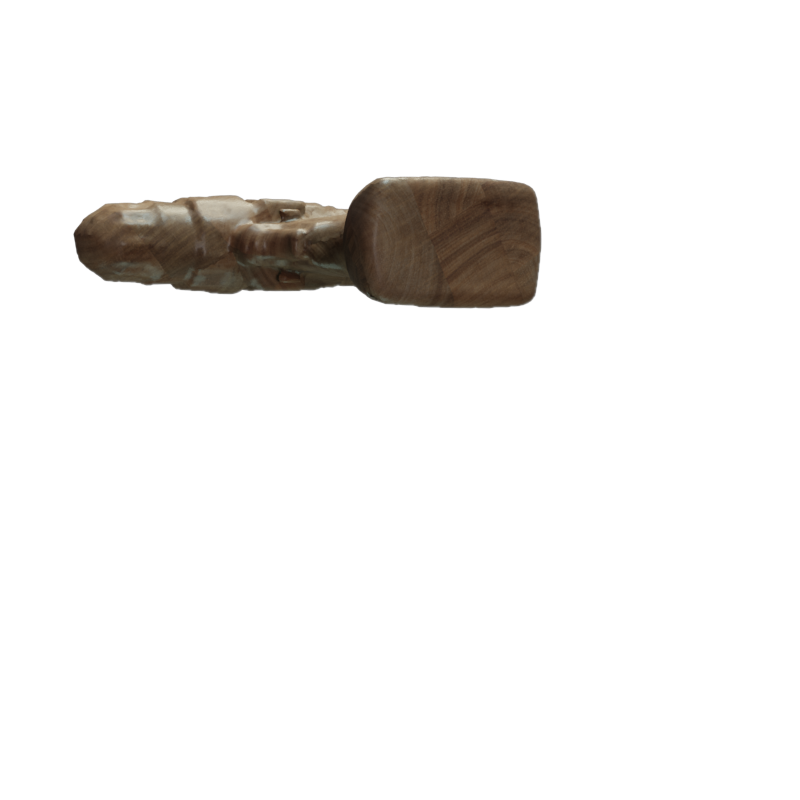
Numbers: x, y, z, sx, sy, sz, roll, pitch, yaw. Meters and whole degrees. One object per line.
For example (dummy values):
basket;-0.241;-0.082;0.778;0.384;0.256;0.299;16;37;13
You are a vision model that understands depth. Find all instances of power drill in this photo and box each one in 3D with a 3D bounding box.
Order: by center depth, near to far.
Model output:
power drill;-0.042;-0.077;0.537;0.178;0.057;0.196;-6;10;-37
